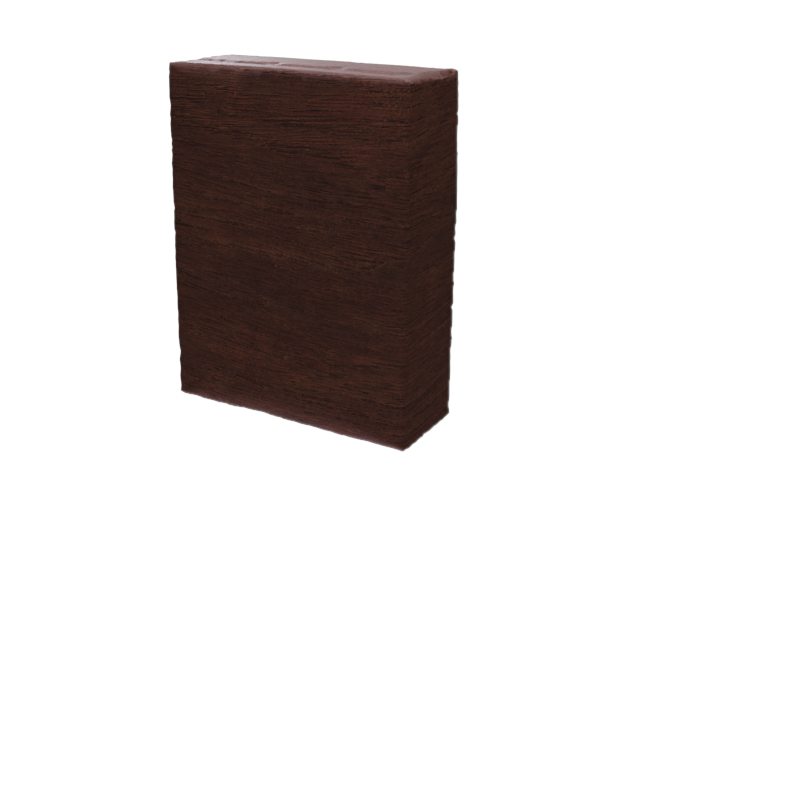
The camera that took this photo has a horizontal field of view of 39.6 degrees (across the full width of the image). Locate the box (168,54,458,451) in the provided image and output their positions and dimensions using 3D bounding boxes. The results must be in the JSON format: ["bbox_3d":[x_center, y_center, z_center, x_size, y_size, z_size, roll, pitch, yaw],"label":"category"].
[{"bbox_3d":[-0.052,-0.095,0.667,0.172,0.206,0.071,12,20,29],"label":"box"}]
